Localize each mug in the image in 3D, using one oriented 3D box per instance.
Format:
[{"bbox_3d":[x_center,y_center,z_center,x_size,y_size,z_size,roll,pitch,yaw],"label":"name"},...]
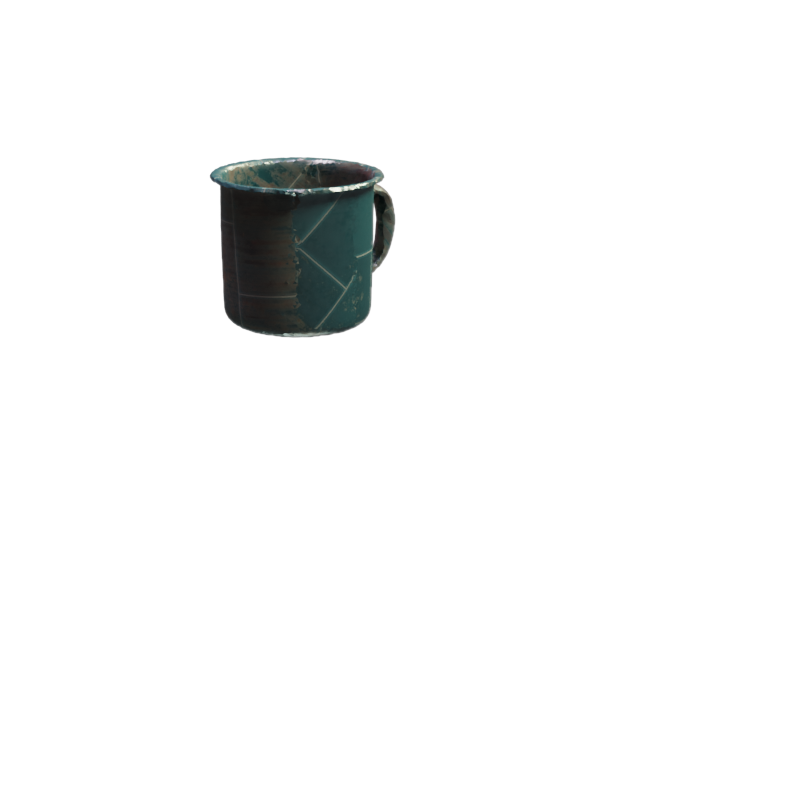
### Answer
[{"bbox_3d":[-0.048,-0.087,0.611,0.099,0.078,0.115,18,26,41],"label":"mug"}]
